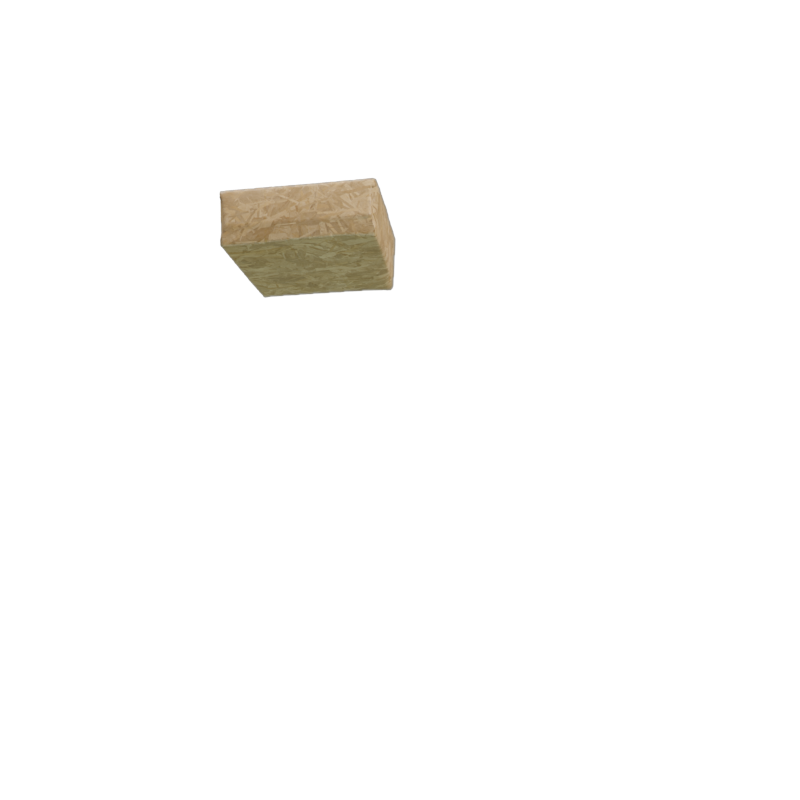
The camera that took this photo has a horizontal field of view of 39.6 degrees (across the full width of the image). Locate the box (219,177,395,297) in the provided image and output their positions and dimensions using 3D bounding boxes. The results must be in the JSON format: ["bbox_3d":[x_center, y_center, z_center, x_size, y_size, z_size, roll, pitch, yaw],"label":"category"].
[{"bbox_3d":[-0.052,-0.095,0.664,0.091,0.040,0.108,-2,-14,7],"label":"box"}]
